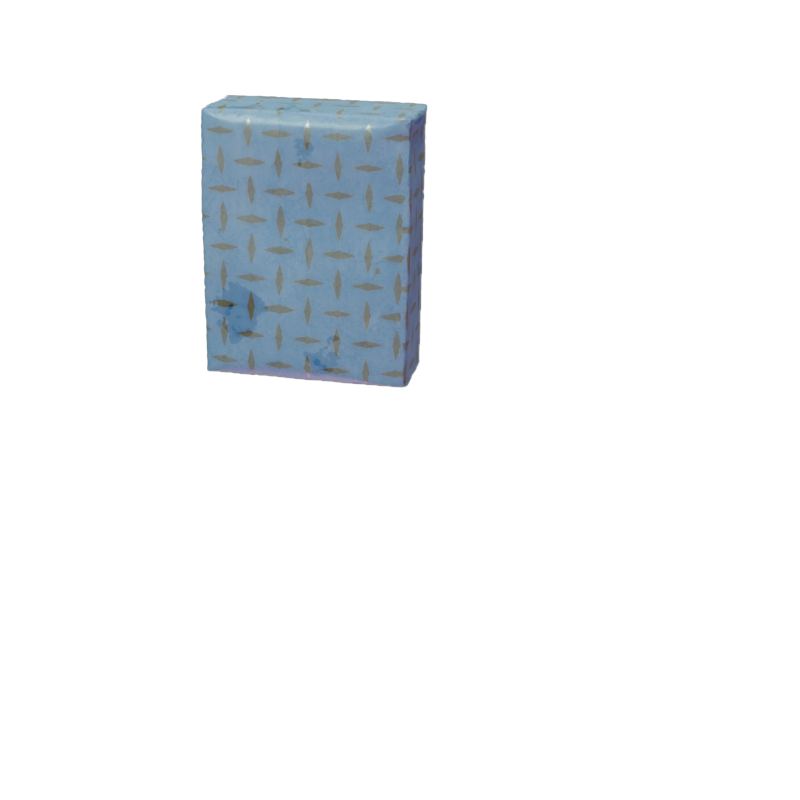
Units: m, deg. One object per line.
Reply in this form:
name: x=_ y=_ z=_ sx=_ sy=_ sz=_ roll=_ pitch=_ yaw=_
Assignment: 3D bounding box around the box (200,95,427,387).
box: x=-0.067 y=-0.123 z=0.859 sx=0.167 sy=0.205 sz=0.073 roll=6 pitch=19 yaw=13
